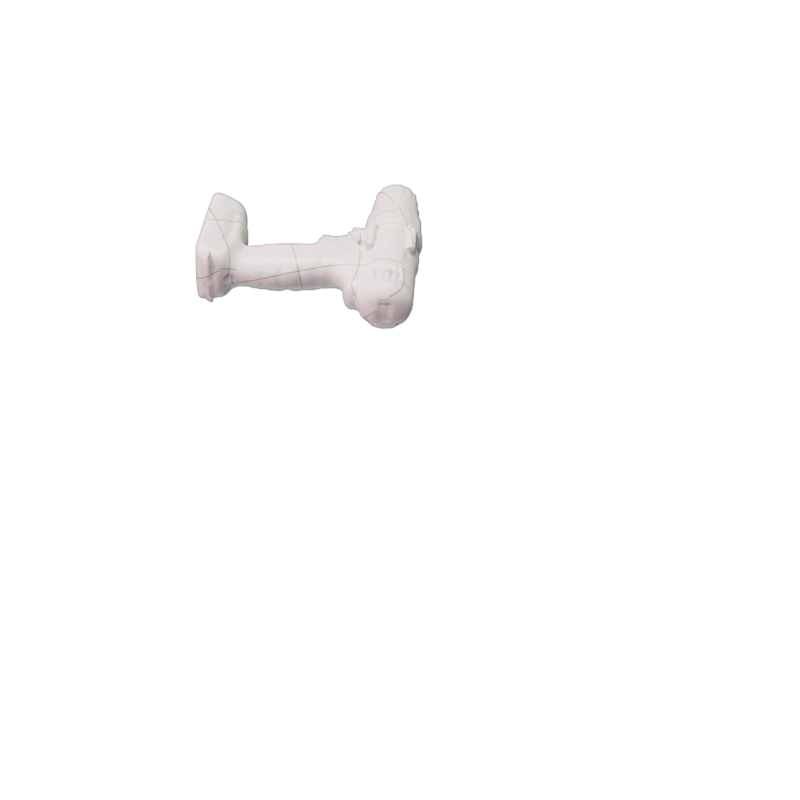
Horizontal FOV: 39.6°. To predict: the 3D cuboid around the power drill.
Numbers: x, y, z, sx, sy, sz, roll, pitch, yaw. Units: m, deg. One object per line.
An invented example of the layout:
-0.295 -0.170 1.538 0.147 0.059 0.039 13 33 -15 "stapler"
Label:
-0.075 -0.137 0.957 0.189 0.054 0.196 3 37 4 "power drill"
